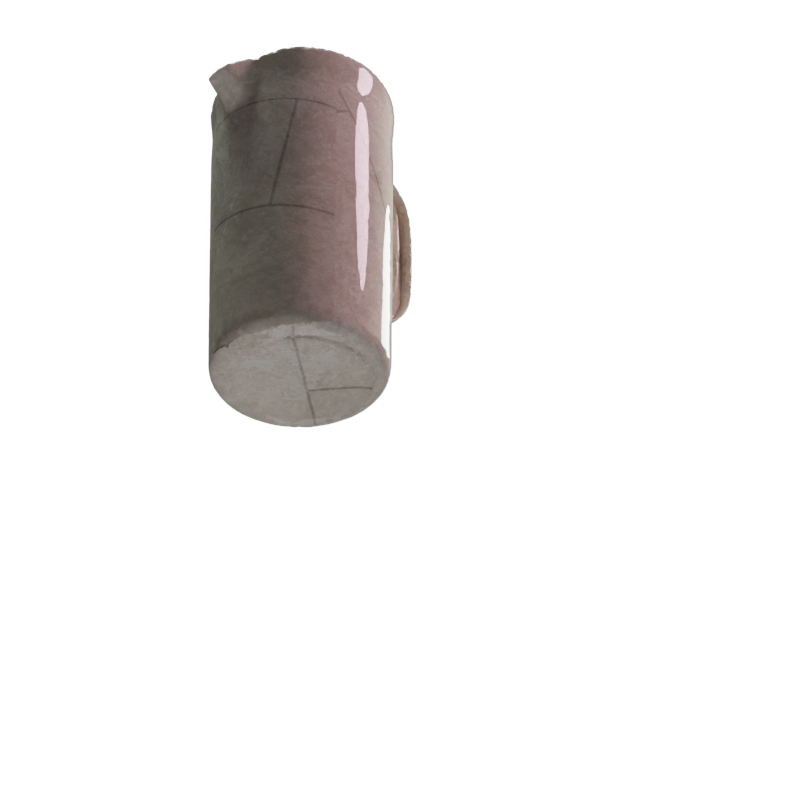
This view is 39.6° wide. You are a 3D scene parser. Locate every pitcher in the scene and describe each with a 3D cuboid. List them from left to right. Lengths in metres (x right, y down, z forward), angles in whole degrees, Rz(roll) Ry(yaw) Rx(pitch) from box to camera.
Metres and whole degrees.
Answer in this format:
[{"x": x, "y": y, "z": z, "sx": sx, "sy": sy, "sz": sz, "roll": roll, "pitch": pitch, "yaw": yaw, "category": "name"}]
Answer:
[{"x": -0.057, "y": -0.105, "z": 0.734, "sx": 0.148, "sy": 0.261, "sz": 0.135, "roll": 1, "pitch": -39, "yaw": -4, "category": "pitcher"}]
